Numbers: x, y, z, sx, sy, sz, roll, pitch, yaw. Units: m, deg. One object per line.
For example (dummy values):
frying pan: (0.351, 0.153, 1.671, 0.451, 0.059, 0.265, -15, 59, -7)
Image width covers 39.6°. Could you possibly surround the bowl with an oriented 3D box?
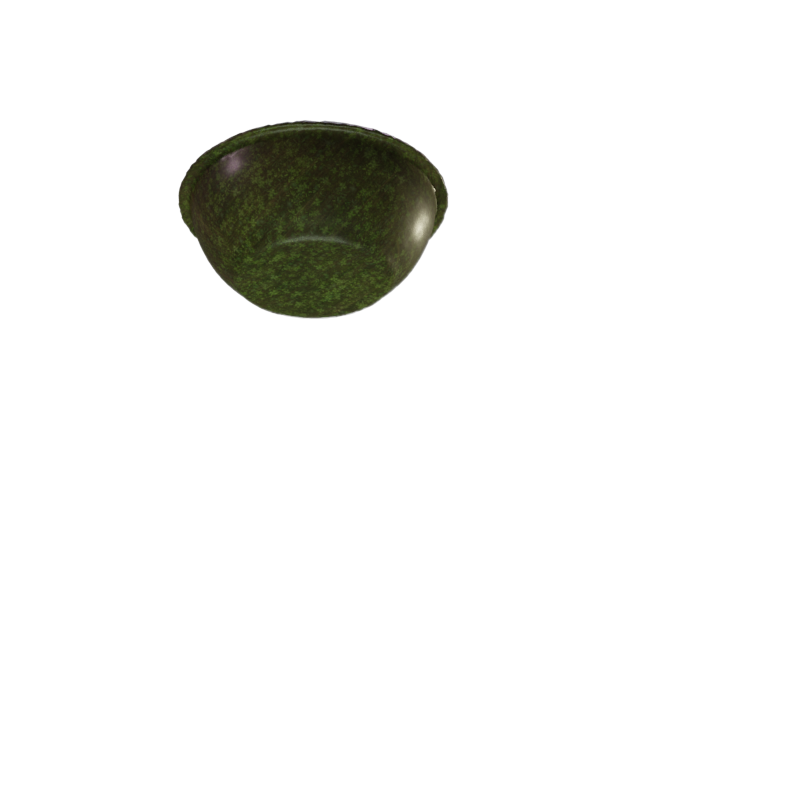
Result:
bowl: (-0.051, -0.093, 0.653, 0.162, 0.059, 0.153, 1, -27, -2)
